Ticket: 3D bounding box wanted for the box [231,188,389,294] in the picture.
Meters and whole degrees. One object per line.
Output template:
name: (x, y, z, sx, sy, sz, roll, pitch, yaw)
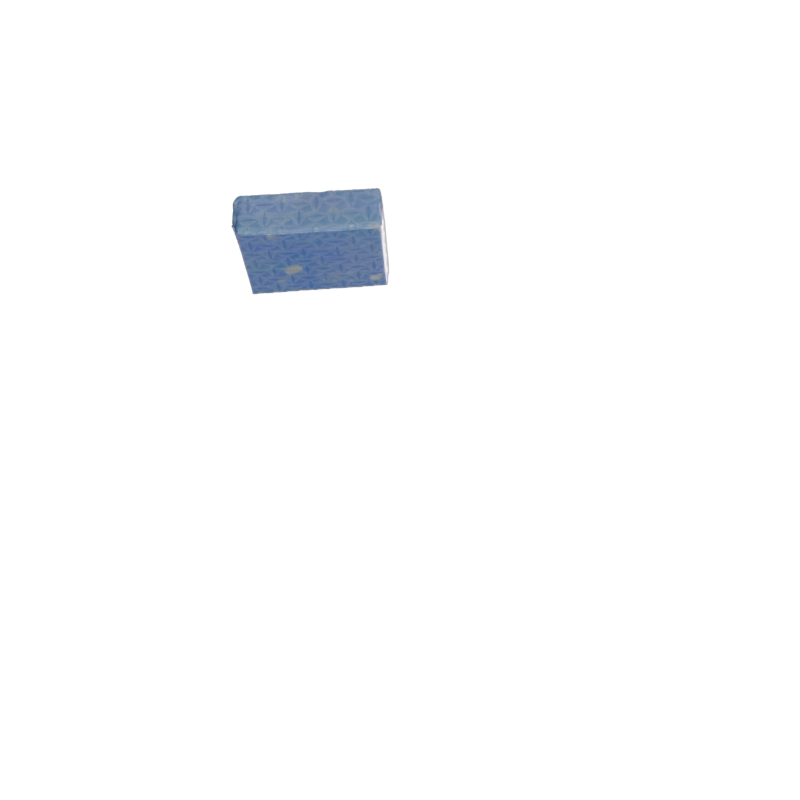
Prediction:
box: (-0.053, -0.097, 0.677, 0.090, 0.032, 0.068, -2, -26, 4)
